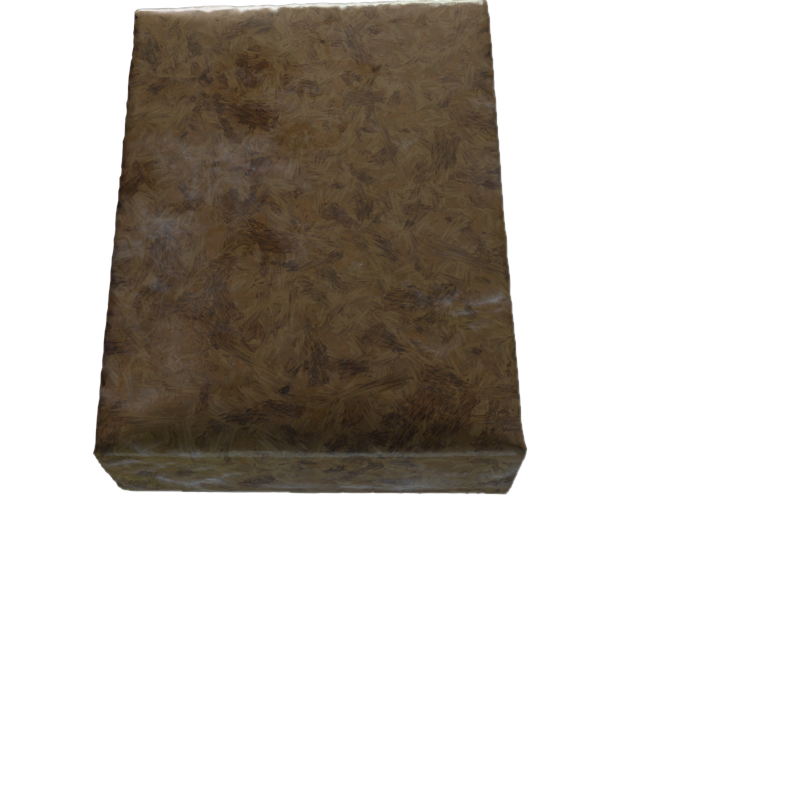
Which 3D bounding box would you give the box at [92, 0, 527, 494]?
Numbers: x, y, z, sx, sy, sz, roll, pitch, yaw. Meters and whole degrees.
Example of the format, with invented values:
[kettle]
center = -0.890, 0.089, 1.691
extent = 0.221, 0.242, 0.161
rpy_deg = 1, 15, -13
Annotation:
[box]
center = -0.038, -0.069, 0.485
extent = 0.164, 0.226, 0.068
rpy_deg = -2, -26, 1
